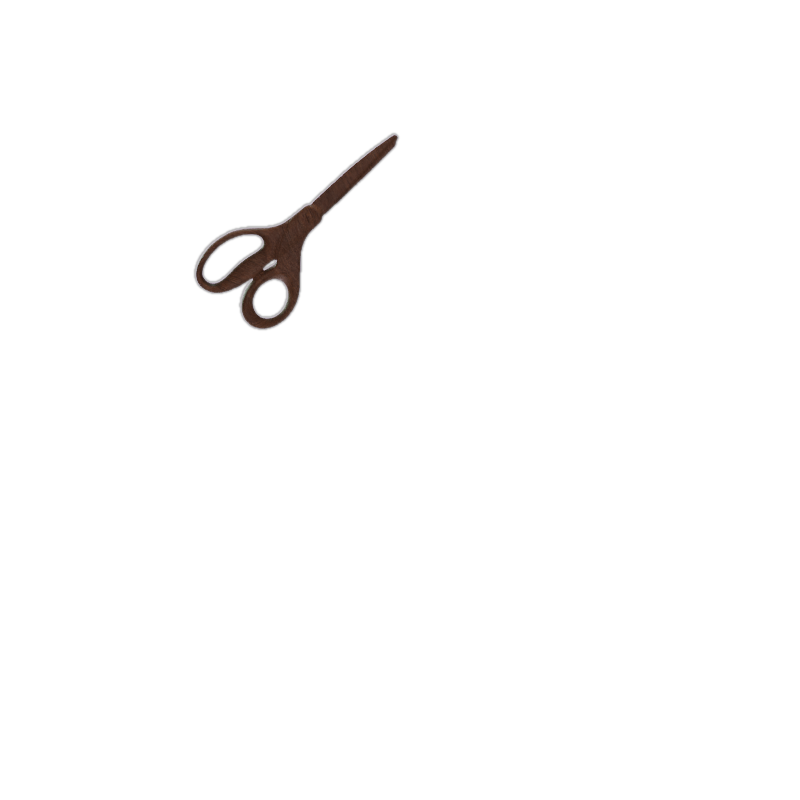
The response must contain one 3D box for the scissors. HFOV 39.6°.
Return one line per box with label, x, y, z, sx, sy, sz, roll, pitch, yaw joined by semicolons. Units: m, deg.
scissors;-0.071;-0.130;0.913;0.202;0.094;0.016;-27;9;4
